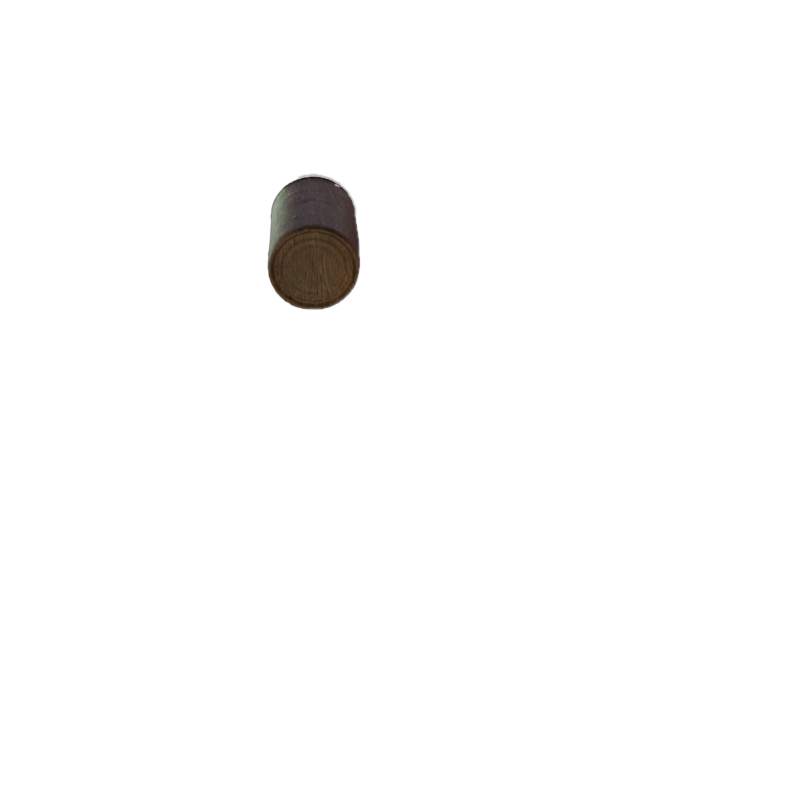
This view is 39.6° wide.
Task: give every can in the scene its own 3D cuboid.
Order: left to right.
[{"bbox_3d":[-0.065,-0.119,0.836,0.068,0.065,0.108,0,29,-3],"label":"can"}]
